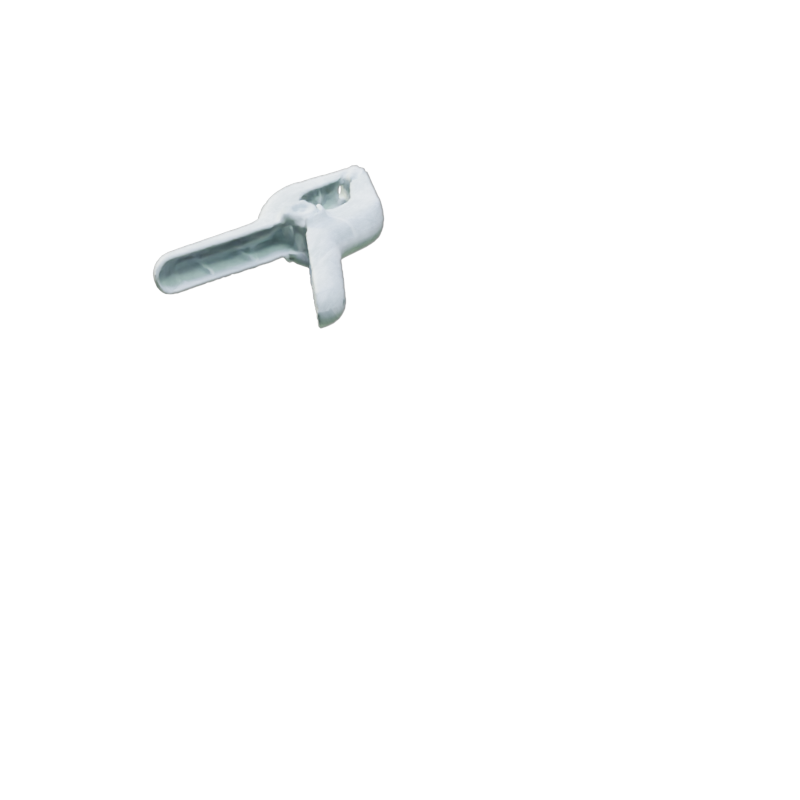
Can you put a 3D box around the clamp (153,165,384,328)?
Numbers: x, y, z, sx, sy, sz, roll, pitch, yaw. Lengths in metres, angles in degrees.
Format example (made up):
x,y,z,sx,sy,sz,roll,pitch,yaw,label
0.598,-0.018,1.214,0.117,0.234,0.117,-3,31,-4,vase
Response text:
x,y,z,sx,sy,sz,roll,pitch,yaw,label
-0.053,-0.096,0.674,0.126,0.037,0.174,22,43,26,clamp
